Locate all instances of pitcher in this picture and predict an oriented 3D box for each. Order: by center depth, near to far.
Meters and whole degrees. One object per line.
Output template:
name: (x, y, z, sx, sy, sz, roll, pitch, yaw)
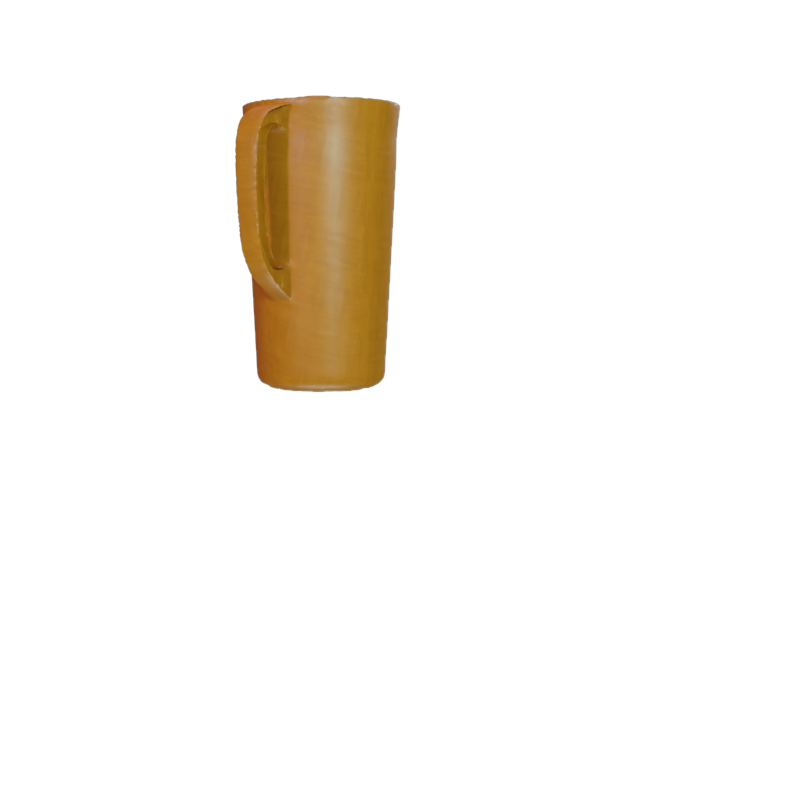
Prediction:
pitcher: (-0.073, -0.132, 0.927, 0.146, 0.243, 0.148, 0, 1, -15)
